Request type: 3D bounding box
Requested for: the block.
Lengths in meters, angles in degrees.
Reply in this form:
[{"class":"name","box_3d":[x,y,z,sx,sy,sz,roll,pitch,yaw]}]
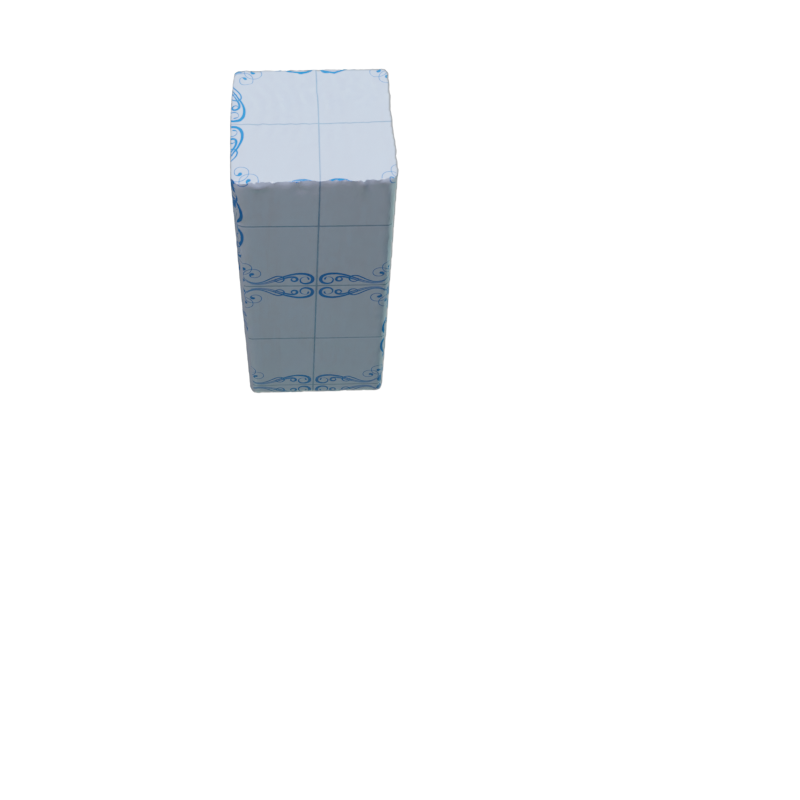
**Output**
[{"class":"block","box_3d":[-0.054,-0.097,0.684,0.090,0.097,0.193,-1,-35,-4]}]
